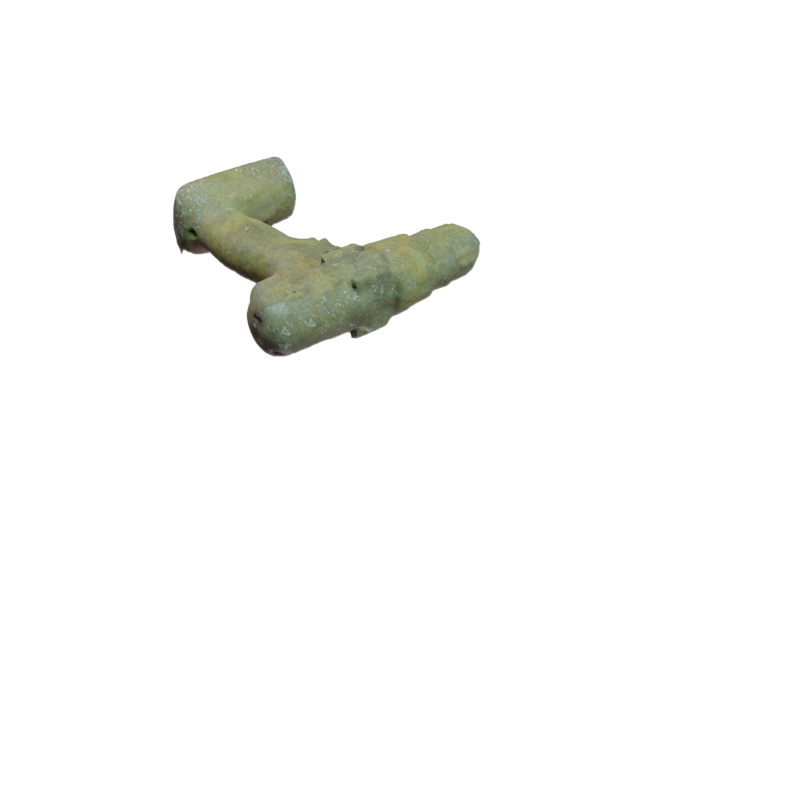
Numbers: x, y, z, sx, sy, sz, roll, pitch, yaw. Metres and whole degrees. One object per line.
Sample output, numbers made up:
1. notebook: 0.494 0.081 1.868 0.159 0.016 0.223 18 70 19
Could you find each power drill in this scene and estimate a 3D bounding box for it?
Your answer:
1. power drill: -0.062 -0.114 0.797 0.183 0.054 0.202 -23 41 -30
